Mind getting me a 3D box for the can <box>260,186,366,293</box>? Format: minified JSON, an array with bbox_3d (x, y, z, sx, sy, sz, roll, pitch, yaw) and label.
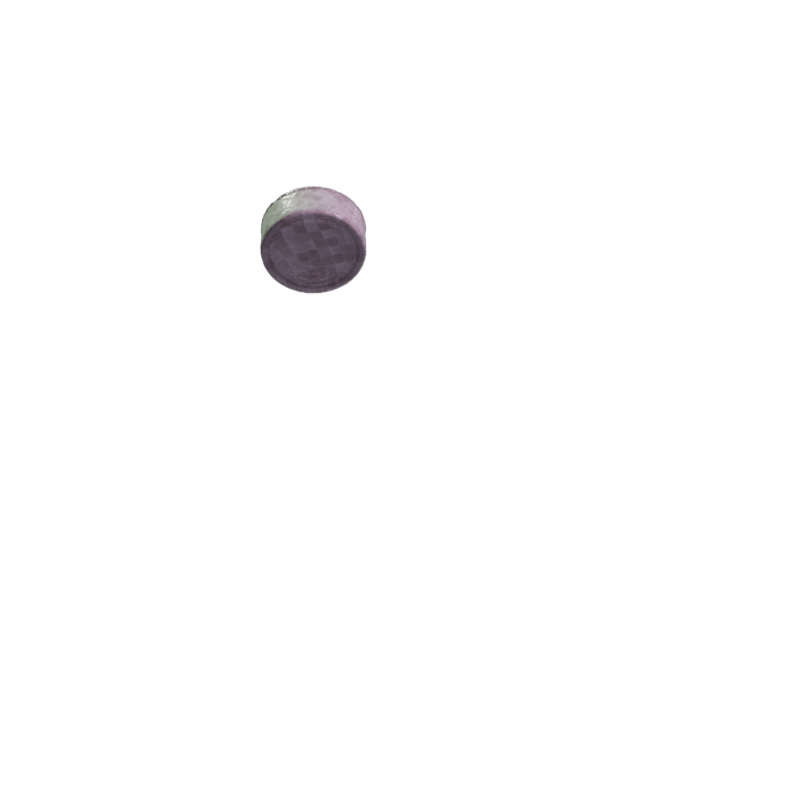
[{"bbox_3d":[-0.070,-0.127,0.889,0.086,0.080,0.036,1,41,-1],"label":"can"}]
